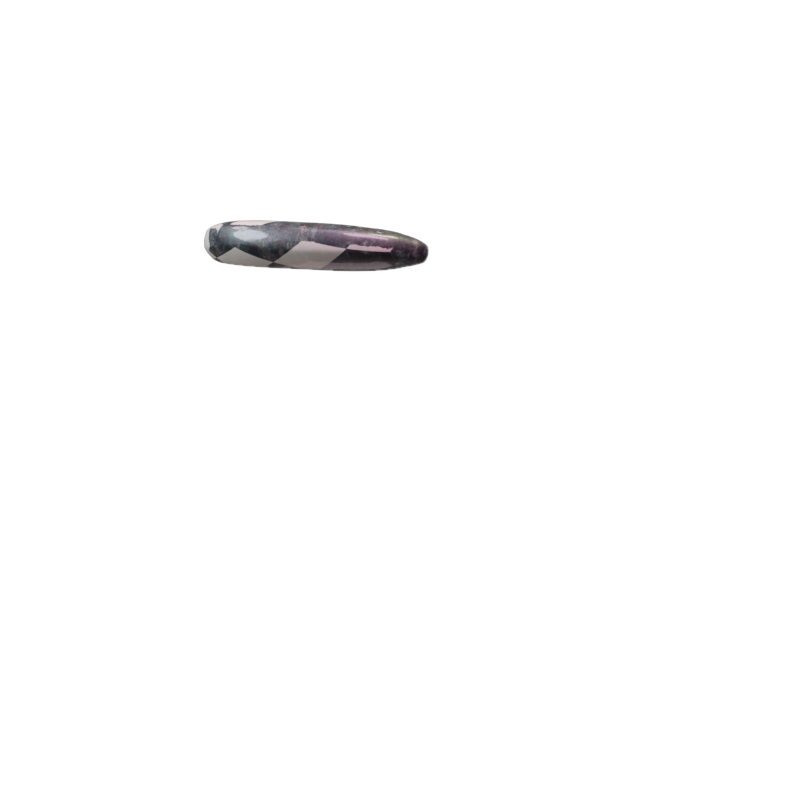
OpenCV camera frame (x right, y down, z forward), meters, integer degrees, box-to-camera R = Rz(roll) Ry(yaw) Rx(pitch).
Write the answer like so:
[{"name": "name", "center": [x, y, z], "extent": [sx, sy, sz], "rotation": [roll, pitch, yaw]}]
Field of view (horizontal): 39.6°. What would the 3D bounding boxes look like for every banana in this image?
[{"name": "banana", "center": [-0.080, -0.122, 0.868], "extent": [0.205, 0.036, 0.069], "rotation": [7, 14, 26]}]
